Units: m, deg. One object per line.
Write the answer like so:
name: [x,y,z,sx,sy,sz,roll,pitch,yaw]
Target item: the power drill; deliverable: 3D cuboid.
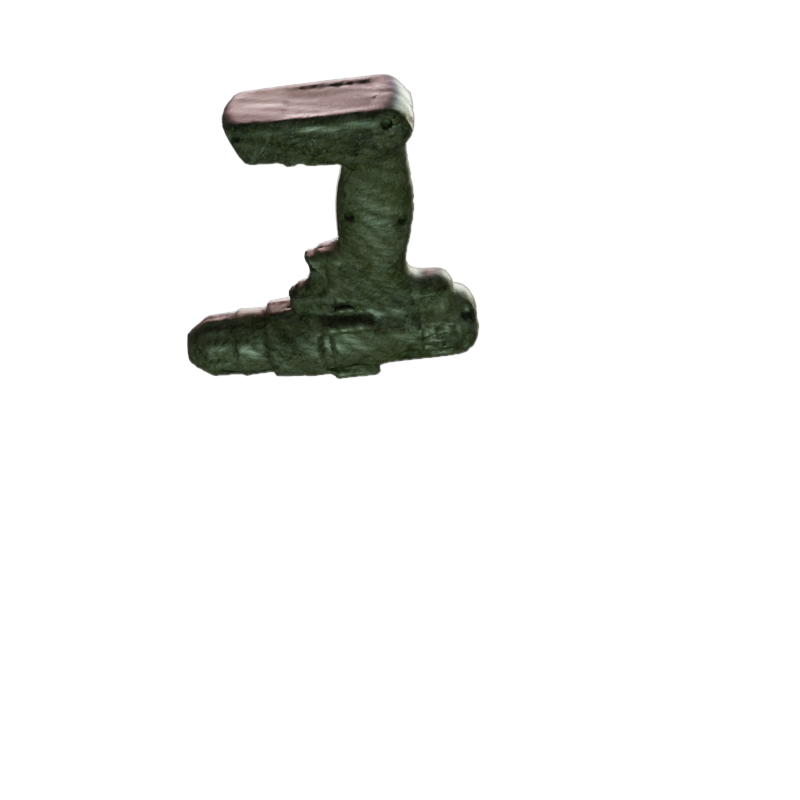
power drill: [-0.052,-0.094,0.662,0.185,0.174,0.061,-7,36,4]
